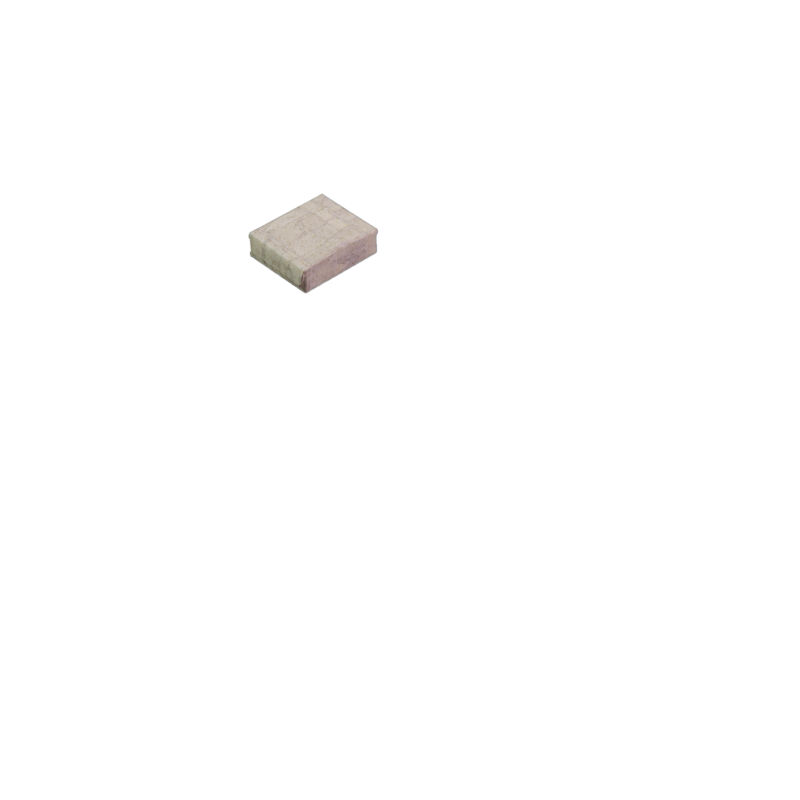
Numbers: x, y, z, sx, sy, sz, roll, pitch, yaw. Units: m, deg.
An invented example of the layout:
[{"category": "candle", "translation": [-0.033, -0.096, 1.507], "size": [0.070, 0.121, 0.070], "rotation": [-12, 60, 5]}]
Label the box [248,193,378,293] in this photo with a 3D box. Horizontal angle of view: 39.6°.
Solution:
[{"category": "box", "translation": [-0.075, -0.137, 0.963], "size": [0.089, 0.028, 0.078], "rotation": [-33, 51, -31]}]
